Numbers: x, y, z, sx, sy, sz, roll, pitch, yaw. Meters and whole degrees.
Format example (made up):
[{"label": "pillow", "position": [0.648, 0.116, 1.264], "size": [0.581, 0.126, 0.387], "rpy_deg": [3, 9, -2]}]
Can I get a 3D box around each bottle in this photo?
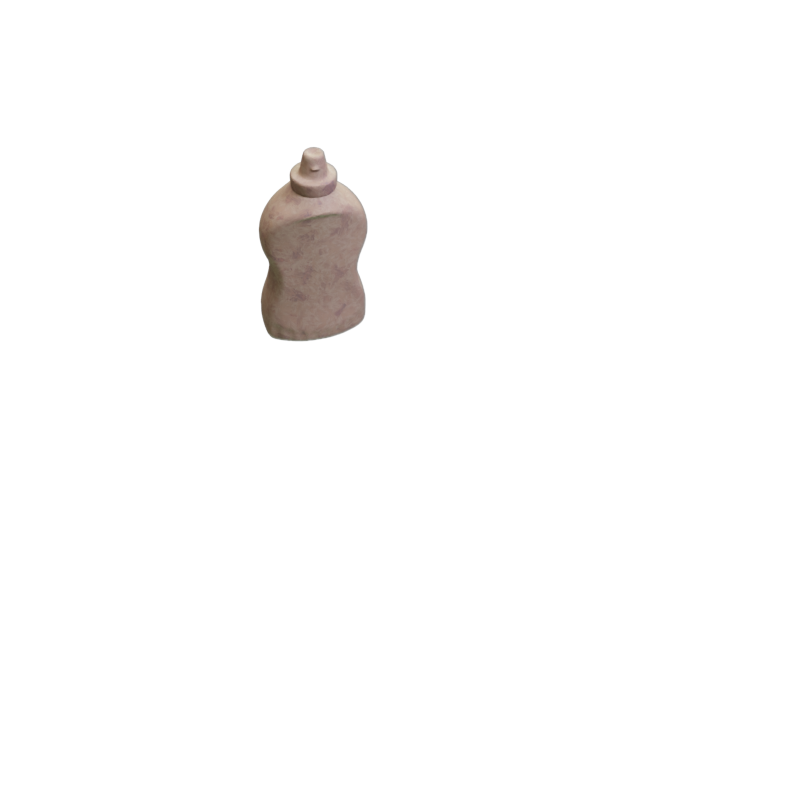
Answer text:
[{"label": "bottle", "position": [-0.077, -0.141, 0.990], "size": [0.095, 0.179, 0.063], "rpy_deg": [-8, 42, -12]}]
